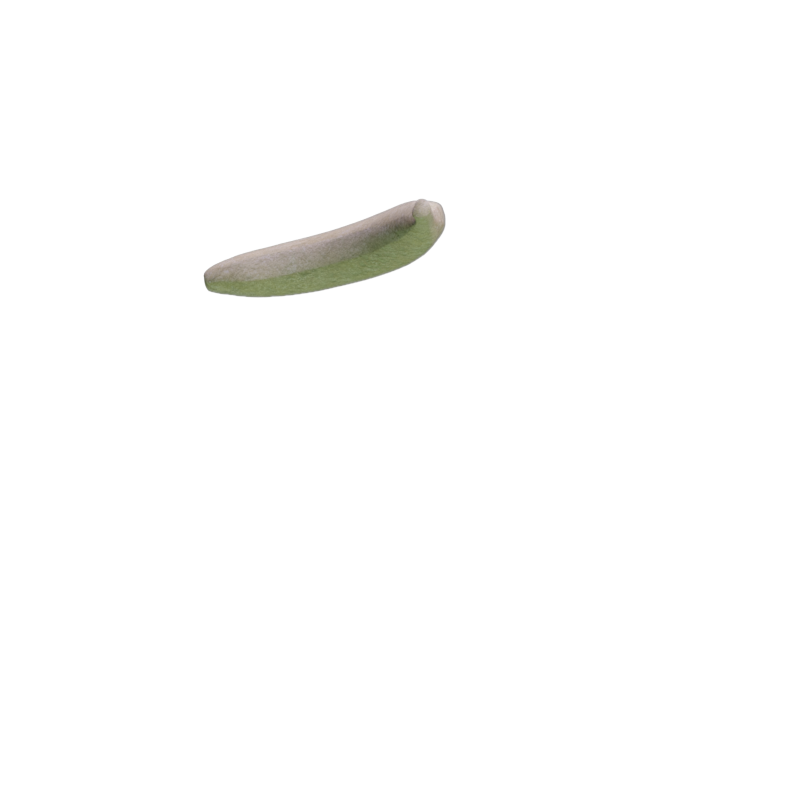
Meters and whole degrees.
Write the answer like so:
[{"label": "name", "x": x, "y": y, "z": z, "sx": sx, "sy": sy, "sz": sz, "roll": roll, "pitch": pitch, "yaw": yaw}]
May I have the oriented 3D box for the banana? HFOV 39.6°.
[{"label": "banana", "x": -0.041, "y": -0.099, "z": 0.722, "sx": 0.201, "sy": 0.038, "sz": 0.065, "roll": -14, "pitch": -22, "yaw": 39}]
